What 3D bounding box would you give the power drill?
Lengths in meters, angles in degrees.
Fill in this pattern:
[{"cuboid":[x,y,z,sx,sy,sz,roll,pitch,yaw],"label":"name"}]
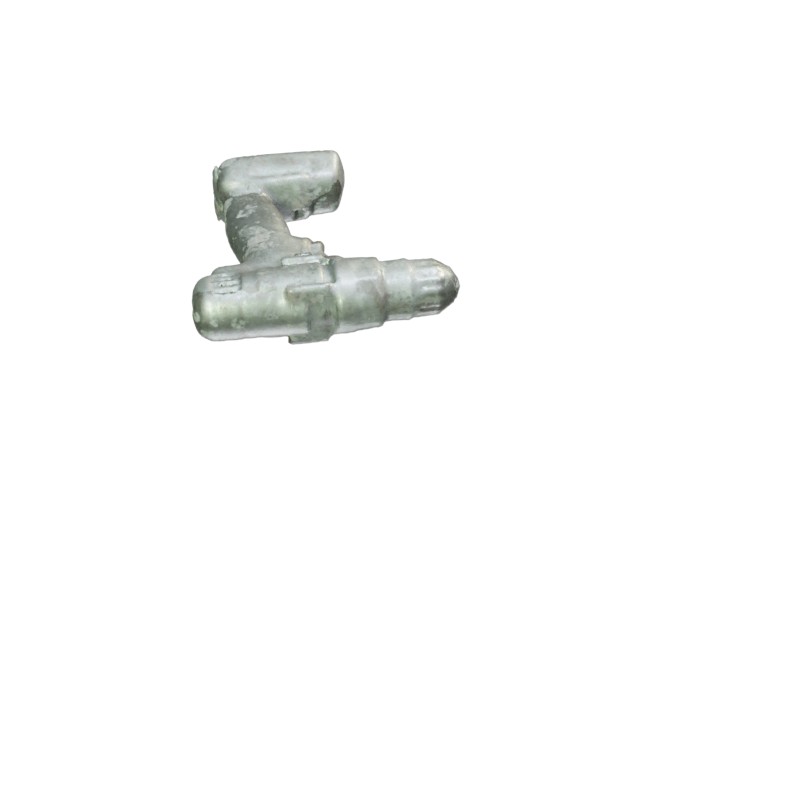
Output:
[{"cuboid":[-0.064,-0.117,0.817,0.183,0.054,0.202,-6,38,-8],"label":"power drill"}]
